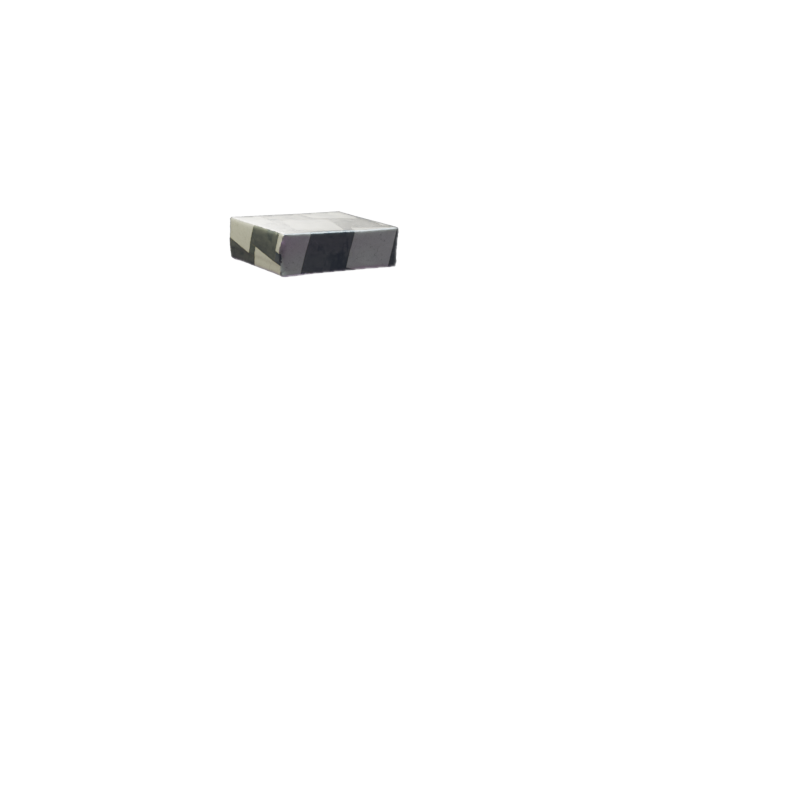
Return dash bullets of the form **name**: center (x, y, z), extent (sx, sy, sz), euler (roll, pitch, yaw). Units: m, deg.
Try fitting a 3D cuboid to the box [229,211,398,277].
- **box**: center (-0.072, -0.131, 0.915), extent (0.111, 0.038, 0.095), euler (-11, 20, -32)
